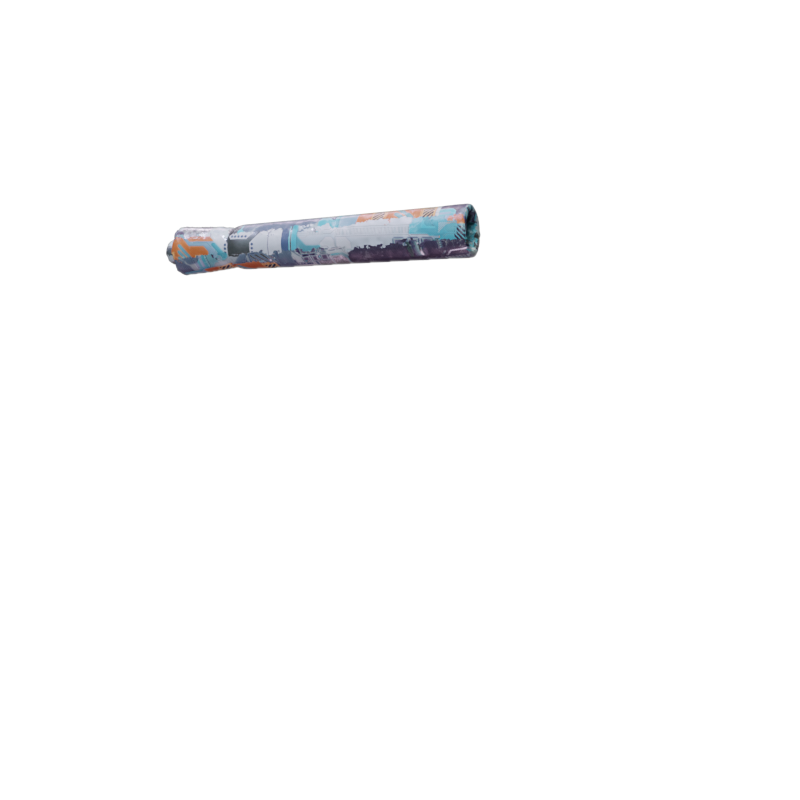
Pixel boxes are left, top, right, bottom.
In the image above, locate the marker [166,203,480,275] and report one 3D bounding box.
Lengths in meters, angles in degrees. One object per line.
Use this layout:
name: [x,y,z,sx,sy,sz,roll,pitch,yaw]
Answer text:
marker: [-0.032,-0.058,0.405,0.124,0.020,0.019,-1,4,24]
